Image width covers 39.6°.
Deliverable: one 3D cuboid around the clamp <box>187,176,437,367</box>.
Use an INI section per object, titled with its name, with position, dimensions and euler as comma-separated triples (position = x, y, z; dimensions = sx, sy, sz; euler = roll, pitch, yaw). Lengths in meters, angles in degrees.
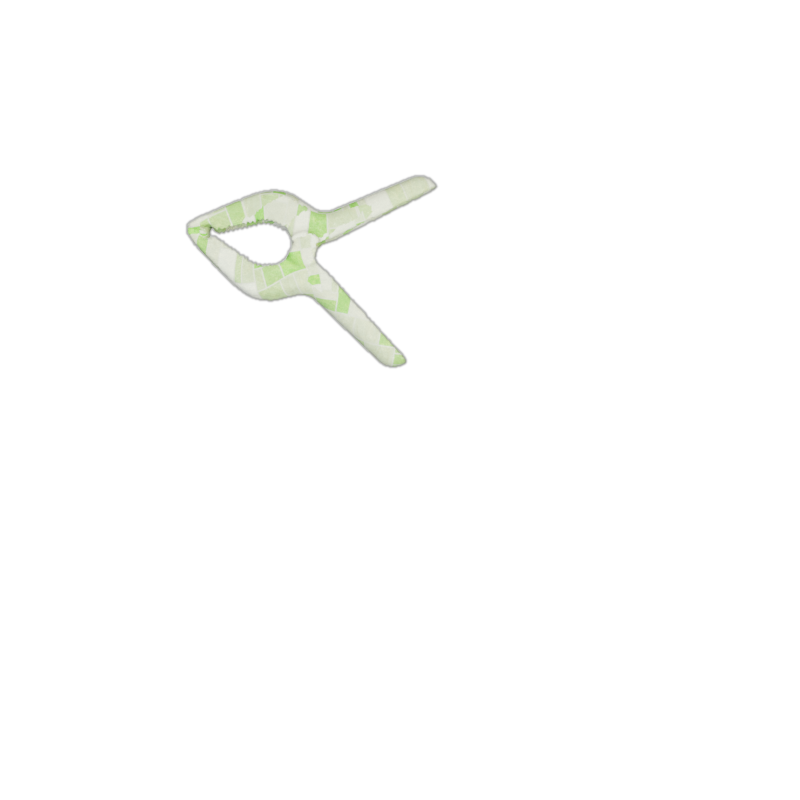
[clamp]
position = -0.074, -0.135, 0.945
dimensions = 0.211, 0.168, 0.035
euler = 17, -11, 3
